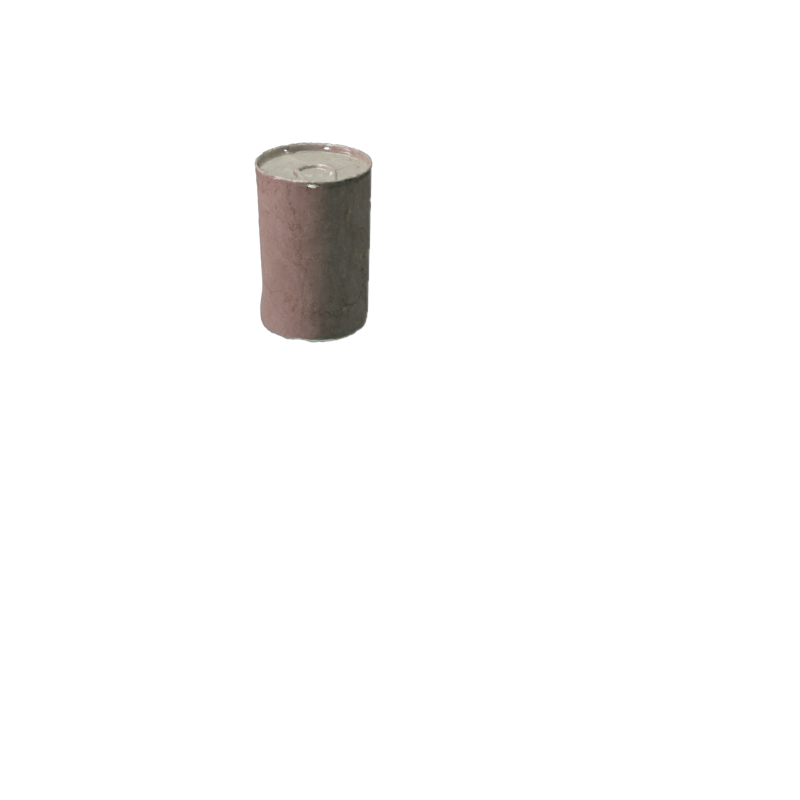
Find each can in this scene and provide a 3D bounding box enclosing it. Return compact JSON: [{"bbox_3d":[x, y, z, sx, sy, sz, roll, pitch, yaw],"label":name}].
[{"bbox_3d":[-0.051,-0.094,0.658,0.068,0.097,0.072,0,26,-2],"label":"can"}]
